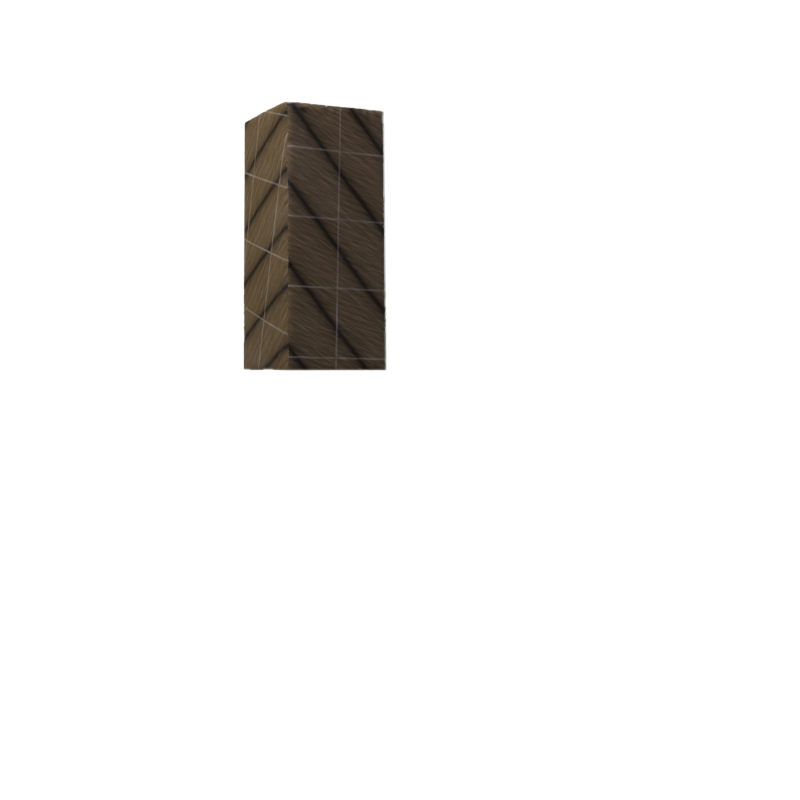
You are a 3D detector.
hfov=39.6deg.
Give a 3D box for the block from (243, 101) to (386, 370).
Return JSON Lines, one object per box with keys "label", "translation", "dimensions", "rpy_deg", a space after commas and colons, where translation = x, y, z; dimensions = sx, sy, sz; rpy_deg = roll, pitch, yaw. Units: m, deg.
{"label": "block", "translation": [-0.070, -0.128, 0.896], "dimensions": [0.088, 0.209, 0.092], "rpy_deg": [2, -5, -27]}
